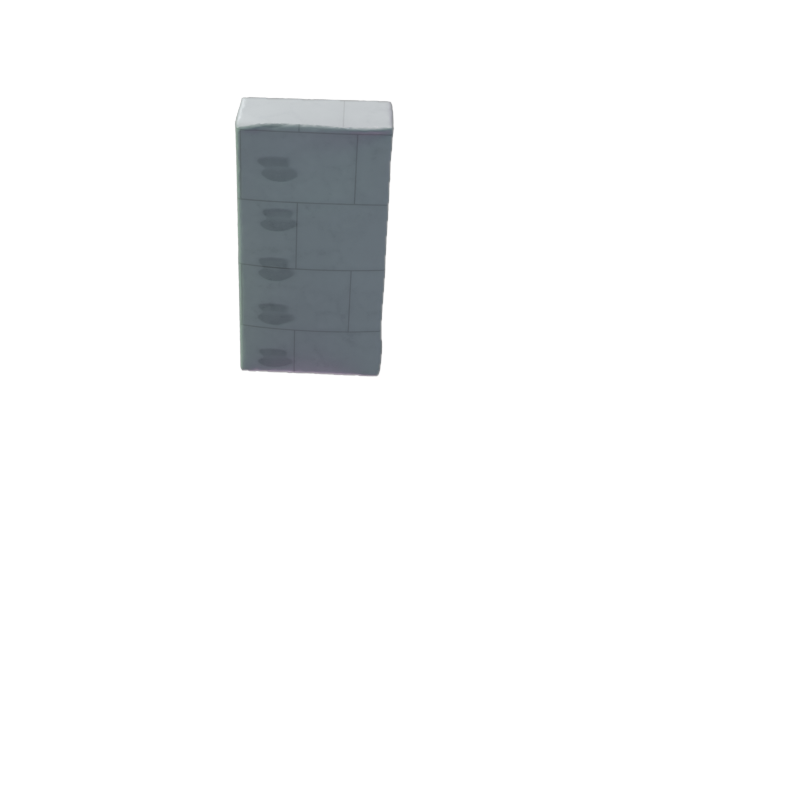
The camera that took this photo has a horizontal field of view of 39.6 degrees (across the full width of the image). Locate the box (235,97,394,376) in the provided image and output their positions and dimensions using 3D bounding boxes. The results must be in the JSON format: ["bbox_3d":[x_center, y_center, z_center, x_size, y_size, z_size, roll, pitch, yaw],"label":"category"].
[{"bbox_3d":[-0.054,-0.098,0.686,0.093,0.165,0.051,3,35,0],"label":"box"}]
